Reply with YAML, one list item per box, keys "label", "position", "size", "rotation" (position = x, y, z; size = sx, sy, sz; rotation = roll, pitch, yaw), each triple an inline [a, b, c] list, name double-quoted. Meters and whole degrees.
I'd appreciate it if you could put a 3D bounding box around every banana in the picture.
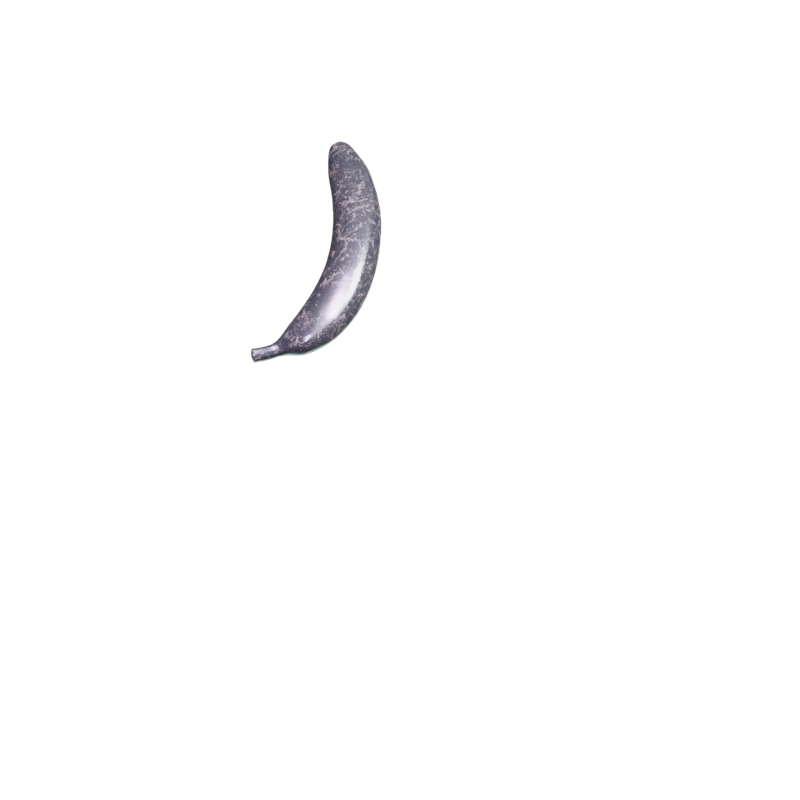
- label: "banana"
  position: [-0.050, -0.112, 0.845]
  size: [0.071, 0.206, 0.035]
  rotation: [16, -25, 6]
